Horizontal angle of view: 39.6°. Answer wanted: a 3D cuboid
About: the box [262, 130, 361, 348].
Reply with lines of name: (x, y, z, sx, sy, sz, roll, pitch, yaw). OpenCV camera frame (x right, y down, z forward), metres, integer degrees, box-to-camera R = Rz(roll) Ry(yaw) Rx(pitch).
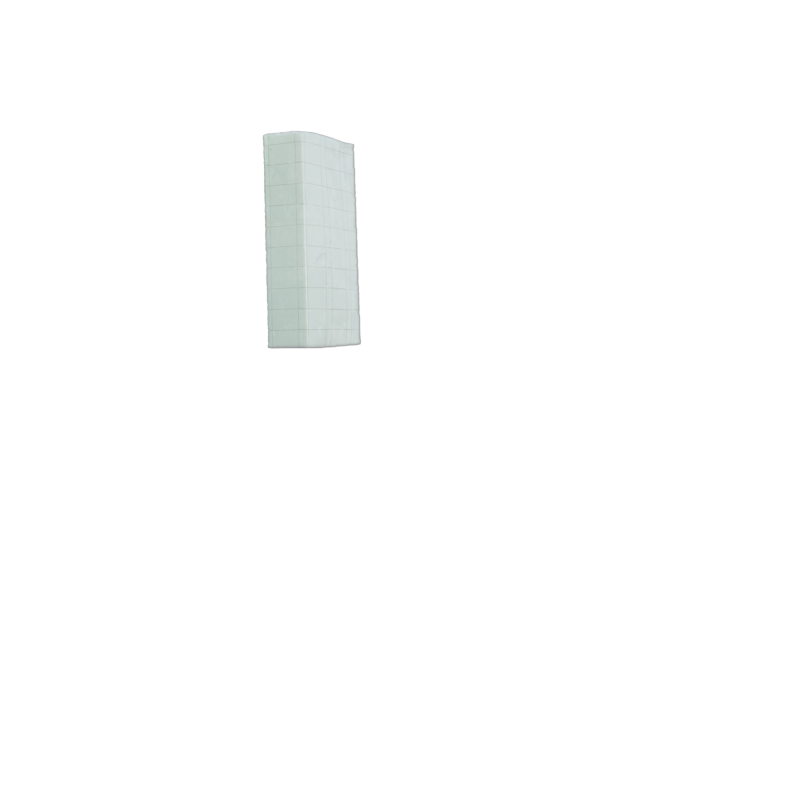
box: (-0.073, -0.133, 0.930, 0.049, 0.177, 0.090, -1, -2, 27)
